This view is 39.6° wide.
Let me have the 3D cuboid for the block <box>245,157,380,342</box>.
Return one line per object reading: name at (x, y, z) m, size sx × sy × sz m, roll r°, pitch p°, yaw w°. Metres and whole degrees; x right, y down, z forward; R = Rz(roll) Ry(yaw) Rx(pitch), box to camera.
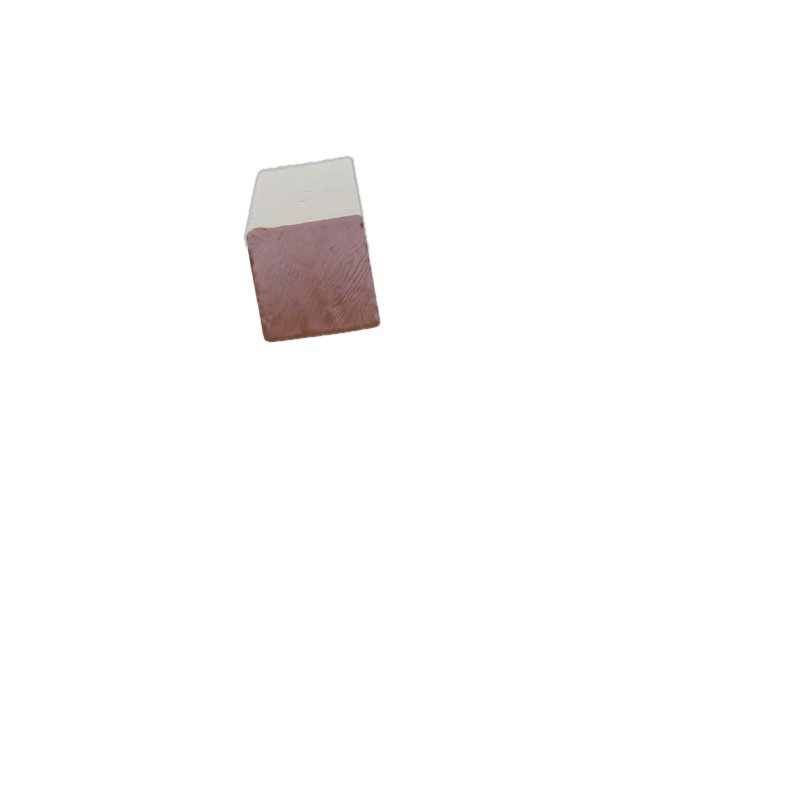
block at (-0.072, -0.130, 0.914) m, size 0.090 × 0.086 × 0.216 m, roll -9°, pitch 23°, yaw 0°
